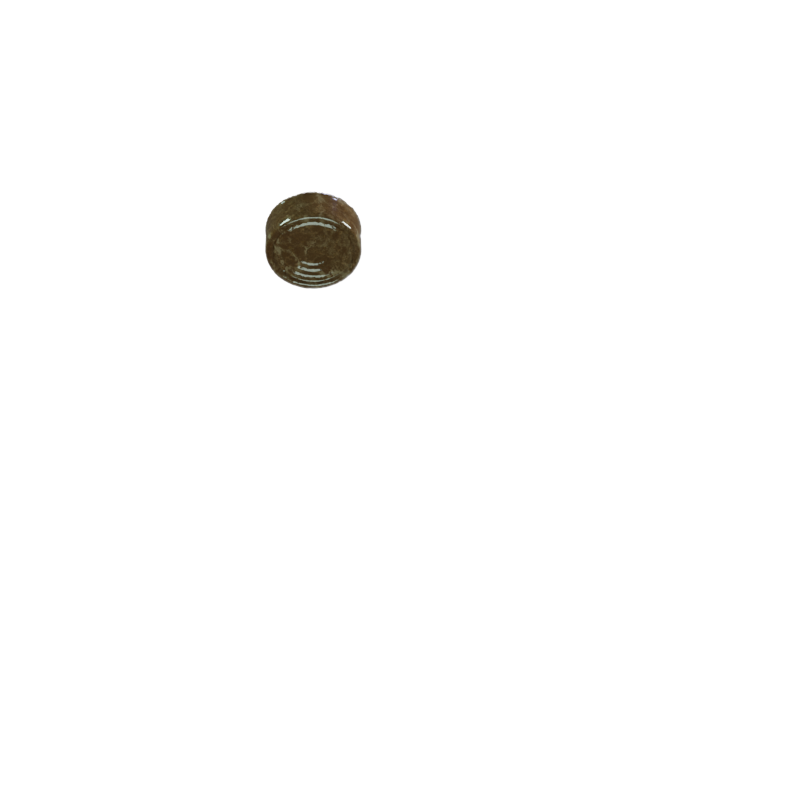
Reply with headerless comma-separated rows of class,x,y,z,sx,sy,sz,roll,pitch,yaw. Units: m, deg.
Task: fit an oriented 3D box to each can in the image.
can,-0.077,-0.140,0.979,0.086,0.080,0.036,1,43,-1
